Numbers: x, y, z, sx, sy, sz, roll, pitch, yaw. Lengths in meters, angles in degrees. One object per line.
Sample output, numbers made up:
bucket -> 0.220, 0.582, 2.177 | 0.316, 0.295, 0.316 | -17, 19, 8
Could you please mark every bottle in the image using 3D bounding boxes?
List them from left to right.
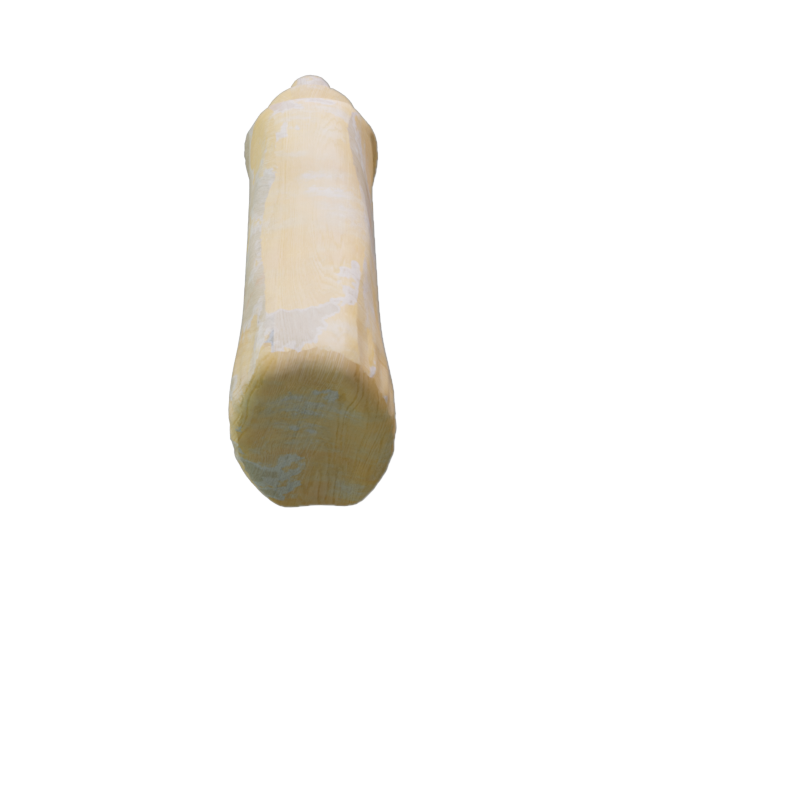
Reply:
bottle -> -0.035, -0.063, 0.442 | 0.058, 0.206, 0.089 | -3, -39, 0
